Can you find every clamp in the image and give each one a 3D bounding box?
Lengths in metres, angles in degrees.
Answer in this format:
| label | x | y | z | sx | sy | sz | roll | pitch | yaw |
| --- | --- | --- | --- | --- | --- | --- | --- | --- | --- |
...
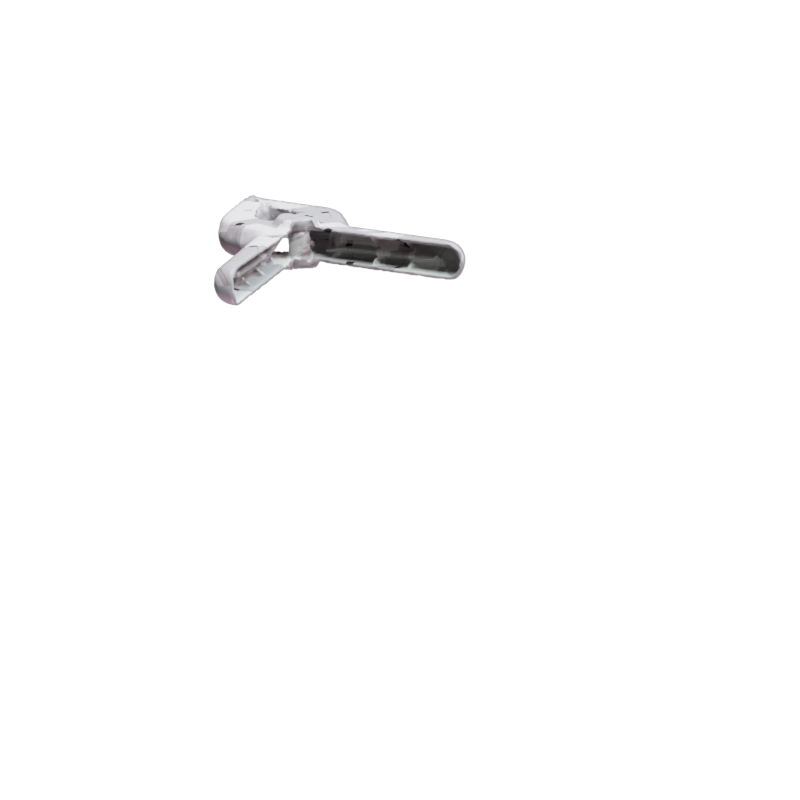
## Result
| label | x | y | z | sx | sy | sz | roll | pitch | yaw |
| --- | --- | --- | --- | --- | --- | --- | --- | --- | --- |
| clamp | -0.060 | -0.110 | 0.771 | 0.162 | 0.035 | 0.222 | -6 | 21 | -15 |
